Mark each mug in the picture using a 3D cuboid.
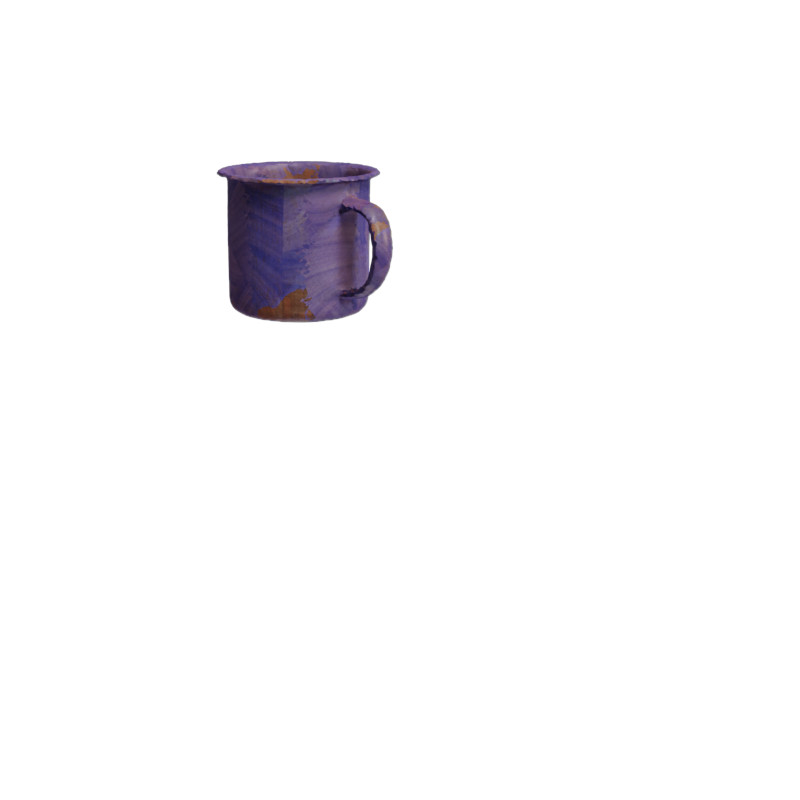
[{"bbox_3d":[-0.050,-0.090,0.633,0.123,0.079,0.091,14,20,41],"label":"mug"}]
